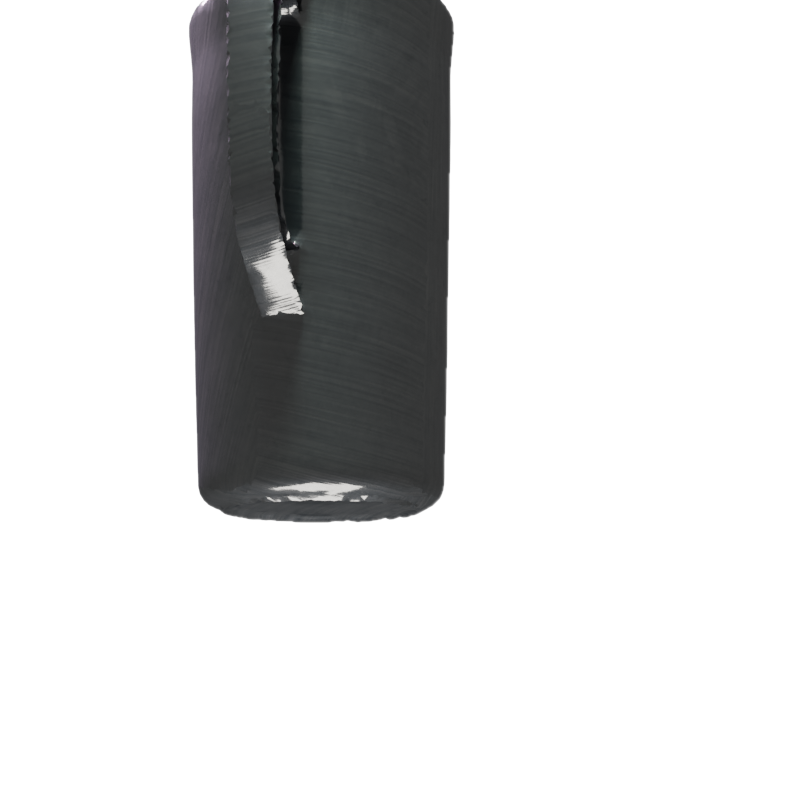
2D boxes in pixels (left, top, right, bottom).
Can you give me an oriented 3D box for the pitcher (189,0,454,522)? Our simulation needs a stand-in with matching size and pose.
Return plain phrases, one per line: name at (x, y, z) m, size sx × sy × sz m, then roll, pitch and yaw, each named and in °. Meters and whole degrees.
pitcher at (-0.040, -0.073, 0.514) m, size 0.143 × 0.254 × 0.145 m, roll 10°, pitch -20°, yaw -31°
